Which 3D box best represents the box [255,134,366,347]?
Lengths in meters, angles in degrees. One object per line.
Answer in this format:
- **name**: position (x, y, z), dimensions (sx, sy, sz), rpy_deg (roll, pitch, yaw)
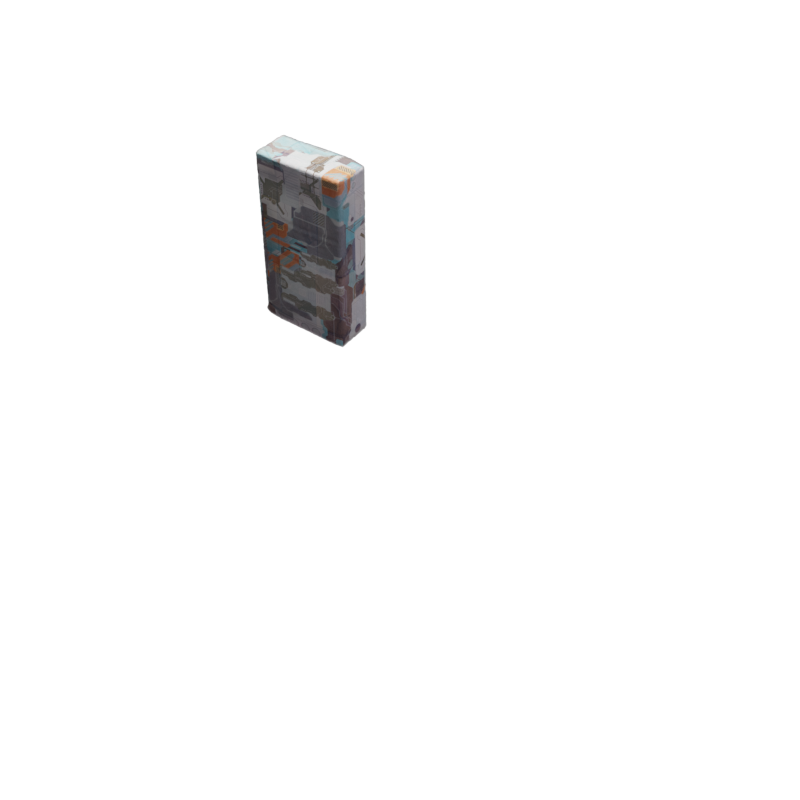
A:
- **box**: position (-0.077, -0.141, 0.990), dimensions (0.099, 0.165, 0.048), rpy_deg (26, 42, 29)
